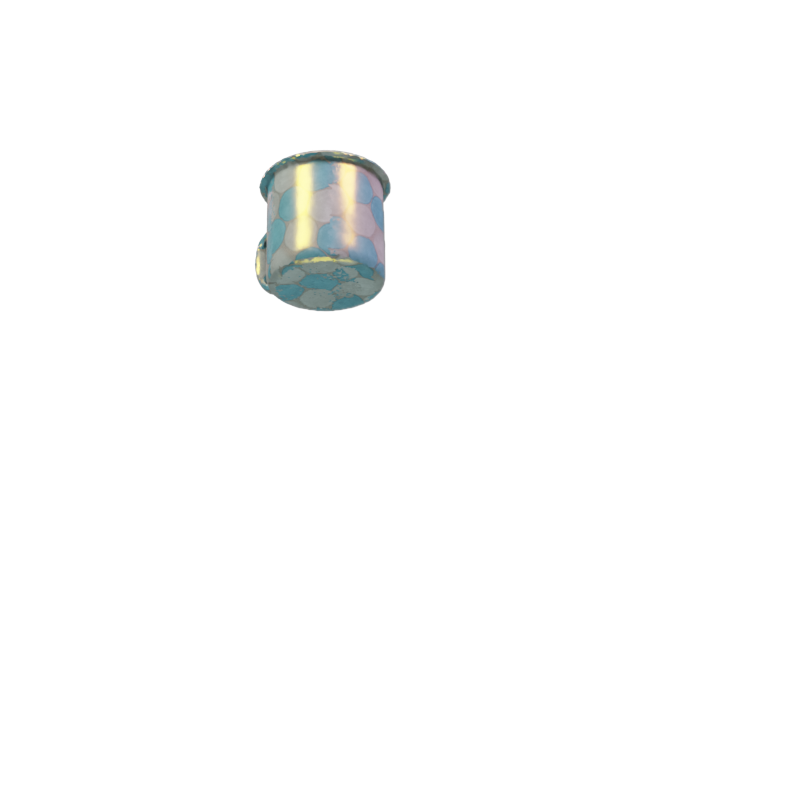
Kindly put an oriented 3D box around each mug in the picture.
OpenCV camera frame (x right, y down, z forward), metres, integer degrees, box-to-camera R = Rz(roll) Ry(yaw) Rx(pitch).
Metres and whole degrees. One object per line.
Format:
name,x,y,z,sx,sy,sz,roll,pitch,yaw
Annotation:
mug,-0.061,-0.111,0.777,0.118,0.086,0.087,-22,-33,37
